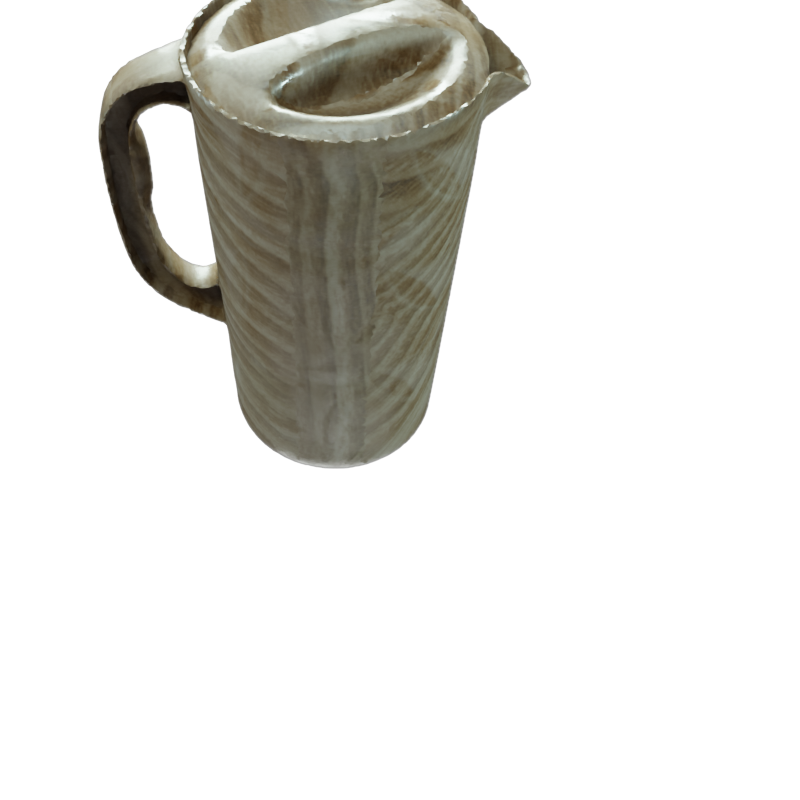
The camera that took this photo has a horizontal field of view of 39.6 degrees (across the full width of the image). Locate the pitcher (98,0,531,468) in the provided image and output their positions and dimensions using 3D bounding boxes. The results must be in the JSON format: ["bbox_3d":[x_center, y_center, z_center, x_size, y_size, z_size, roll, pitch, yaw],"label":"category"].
[{"bbox_3d":[-0.043,-0.078,0.543,0.158,0.226,0.147,32,53,24],"label":"pitcher"}]
